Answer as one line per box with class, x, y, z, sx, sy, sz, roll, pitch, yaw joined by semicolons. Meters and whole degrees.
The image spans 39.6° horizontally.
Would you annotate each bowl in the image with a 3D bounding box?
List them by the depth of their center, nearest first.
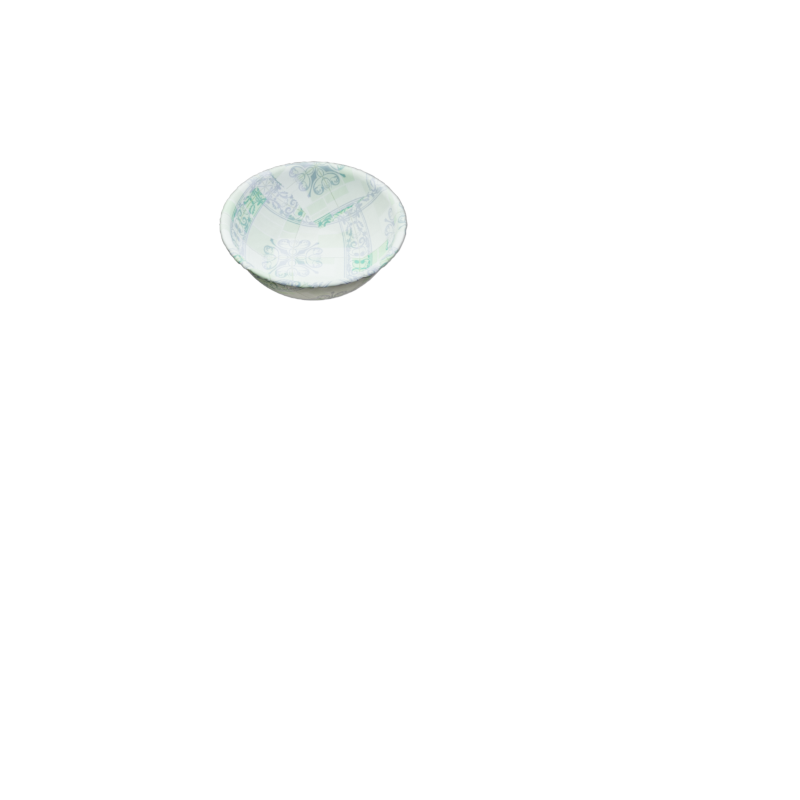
bowl;-0.076;-0.139;0.971;0.162;0.174;0.051;-1;-42;-1
